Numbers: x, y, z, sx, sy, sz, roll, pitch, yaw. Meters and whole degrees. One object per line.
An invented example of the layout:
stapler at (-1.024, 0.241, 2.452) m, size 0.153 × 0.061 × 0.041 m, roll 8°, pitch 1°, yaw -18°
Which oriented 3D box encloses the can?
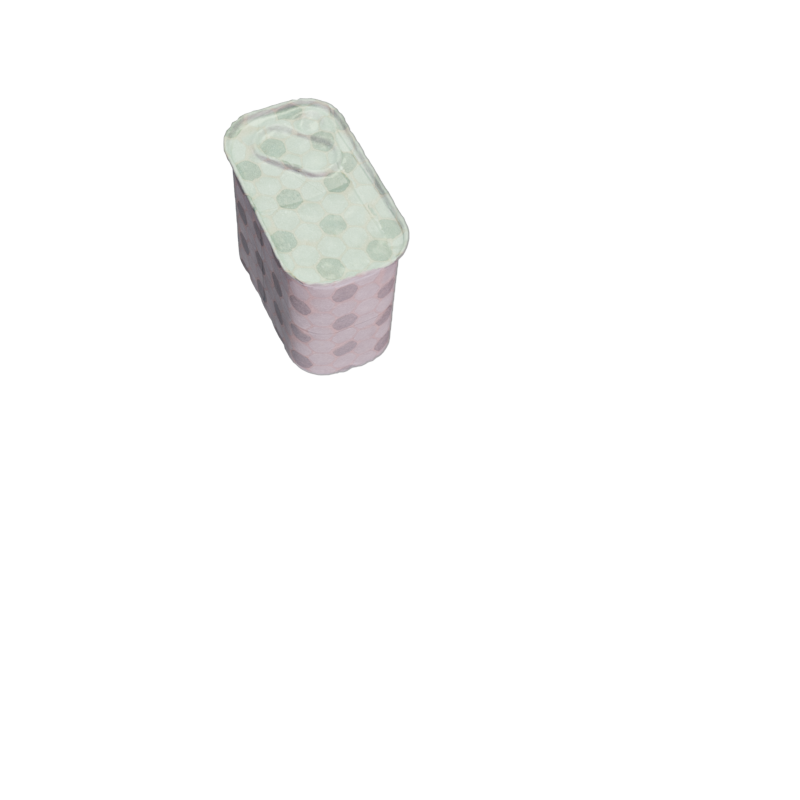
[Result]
can at (-0.040, -0.073, 0.511) m, size 0.057 × 0.109 × 0.078 m, roll -20°, pitch -30°, yaw -14°
